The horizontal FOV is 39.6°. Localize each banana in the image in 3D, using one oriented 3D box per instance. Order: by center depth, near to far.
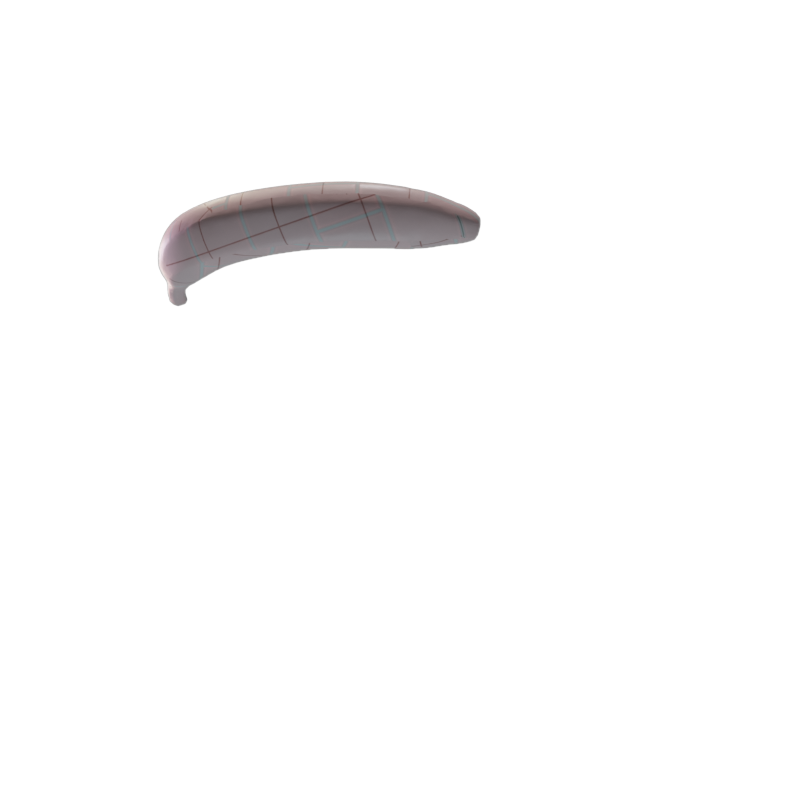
[{"bbox_3d":[-0.059,-0.092,0.603,0.202,0.038,0.065,-7,-18,25],"label":"banana"}]
